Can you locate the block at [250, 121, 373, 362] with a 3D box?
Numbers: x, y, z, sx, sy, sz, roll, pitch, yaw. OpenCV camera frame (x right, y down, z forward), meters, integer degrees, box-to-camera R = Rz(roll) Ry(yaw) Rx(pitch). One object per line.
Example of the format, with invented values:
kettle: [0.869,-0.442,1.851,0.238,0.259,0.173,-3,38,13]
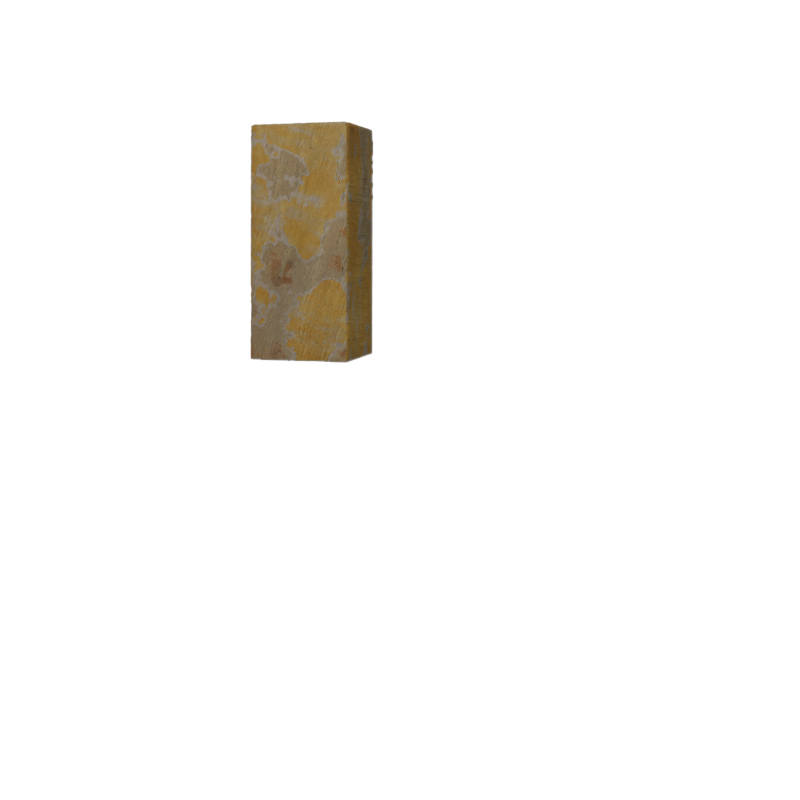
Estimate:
block: [-0.077,-0.142,0.996,0.092,0.206,0.089,0,1,16]
